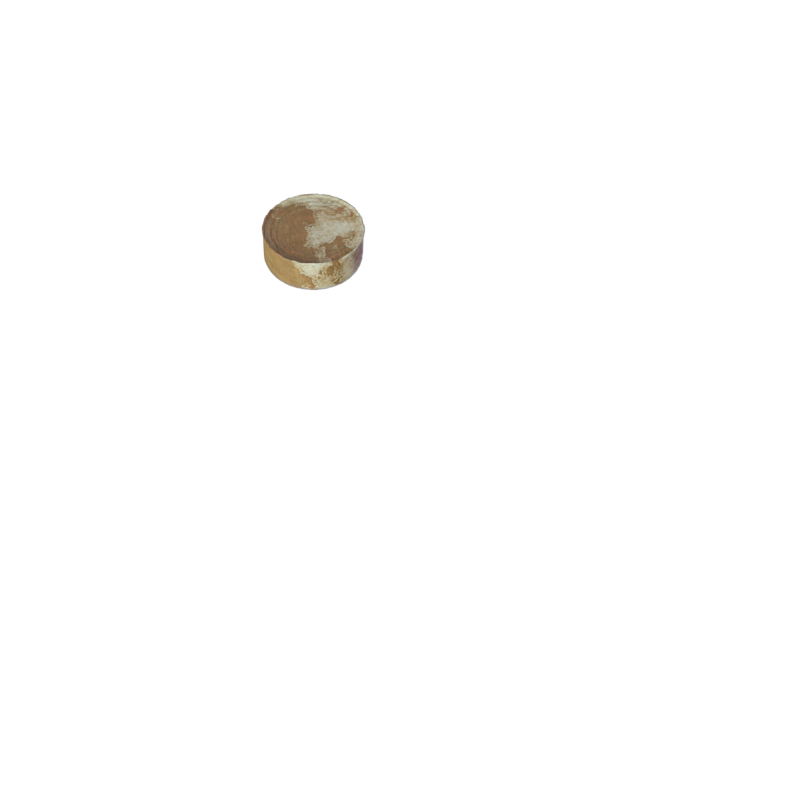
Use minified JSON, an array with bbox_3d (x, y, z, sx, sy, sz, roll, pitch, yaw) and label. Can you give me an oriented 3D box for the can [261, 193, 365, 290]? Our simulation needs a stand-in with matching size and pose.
[{"bbox_3d":[-0.073,-0.133,0.932,0.086,0.092,0.031,-1,-42,-1],"label":"can"}]
